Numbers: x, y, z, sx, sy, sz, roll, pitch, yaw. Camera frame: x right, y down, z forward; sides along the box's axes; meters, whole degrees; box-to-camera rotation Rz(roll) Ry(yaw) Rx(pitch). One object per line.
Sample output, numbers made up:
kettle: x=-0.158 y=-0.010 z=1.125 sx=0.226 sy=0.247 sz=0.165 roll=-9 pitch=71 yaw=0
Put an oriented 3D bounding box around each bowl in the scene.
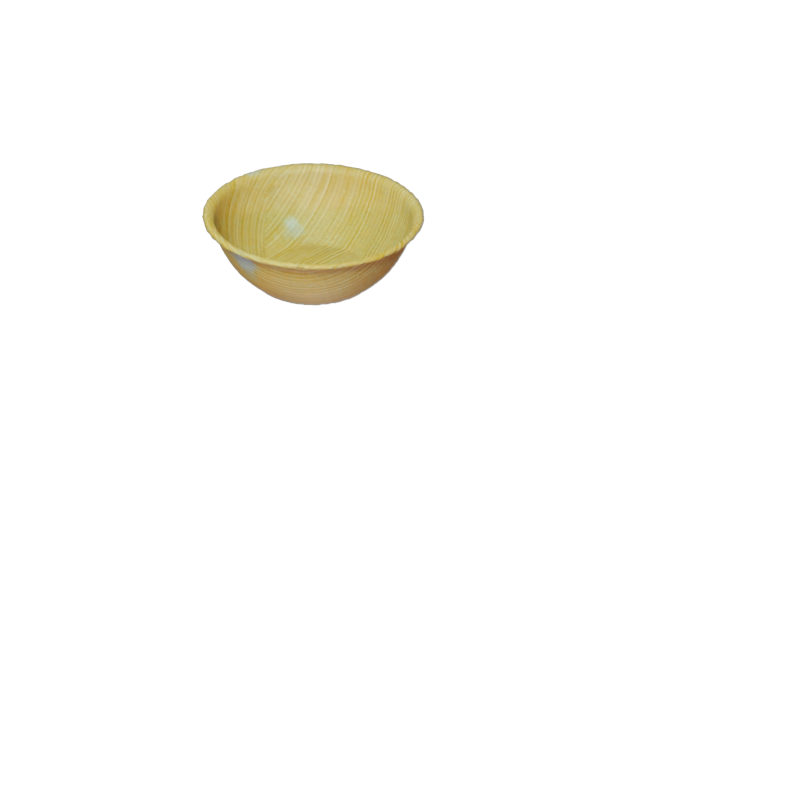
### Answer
bowl: x=-0.064 y=-0.117 z=0.821 sx=0.162 sy=0.052 sz=0.173 roll=-1 pitch=35 yaw=-2
